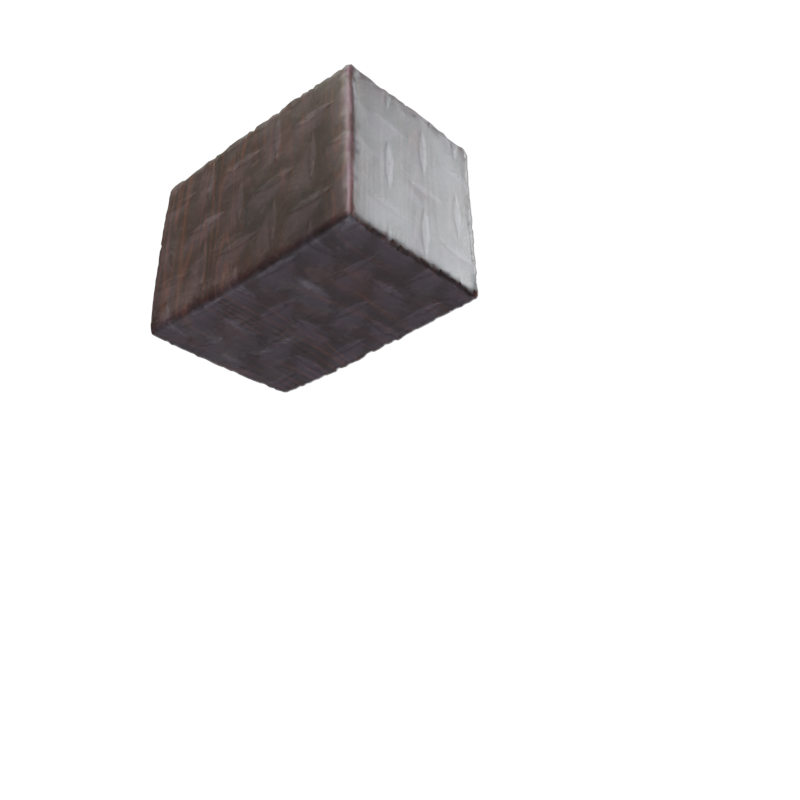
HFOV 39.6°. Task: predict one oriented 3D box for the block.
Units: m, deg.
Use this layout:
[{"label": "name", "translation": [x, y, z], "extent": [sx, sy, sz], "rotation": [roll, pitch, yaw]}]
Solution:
[{"label": "block", "translation": [-0.025, -0.045, 0.313], "extent": [0.078, 0.055, 0.049], "rotation": [-26, -40, 34]}]
